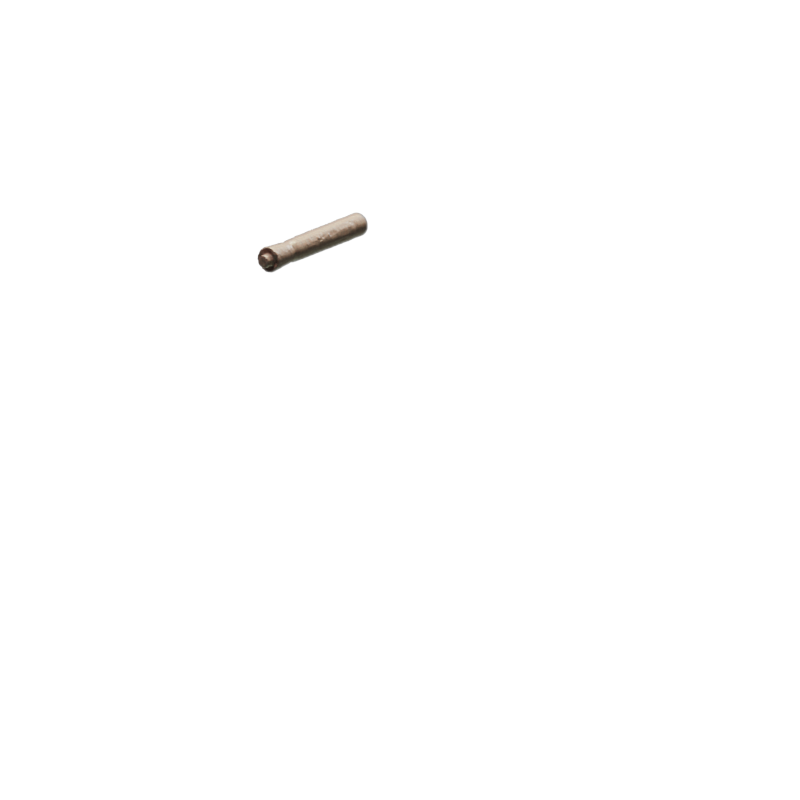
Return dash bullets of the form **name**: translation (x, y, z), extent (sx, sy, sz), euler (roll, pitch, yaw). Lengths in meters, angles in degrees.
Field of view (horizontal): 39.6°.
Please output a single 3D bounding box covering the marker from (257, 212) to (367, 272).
- **marker**: translation (-0.064, -0.118, 0.823), extent (0.020, 0.019, 0.121), euler (2, 21, 34)
